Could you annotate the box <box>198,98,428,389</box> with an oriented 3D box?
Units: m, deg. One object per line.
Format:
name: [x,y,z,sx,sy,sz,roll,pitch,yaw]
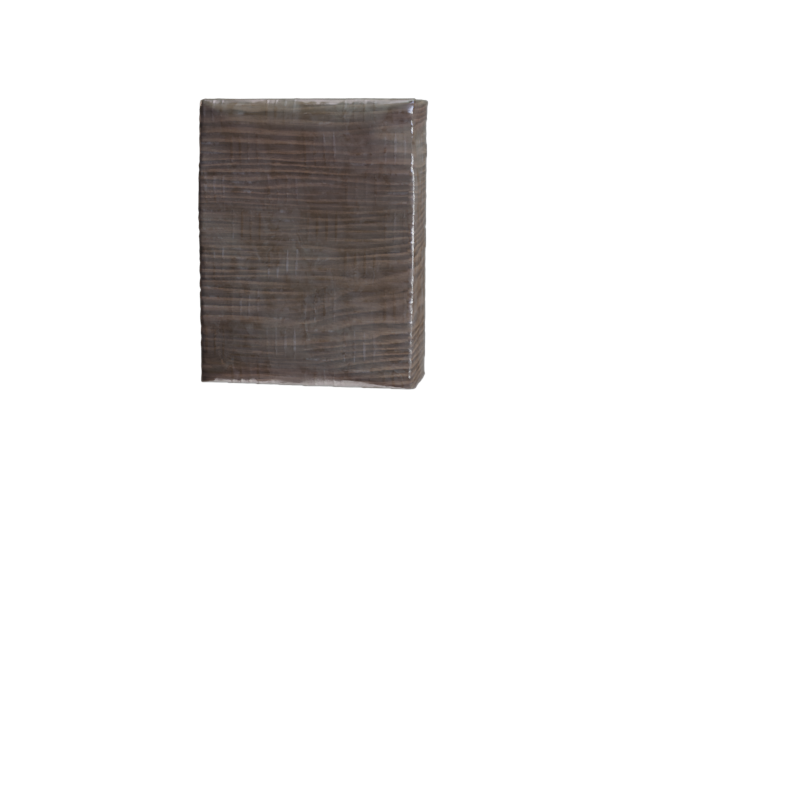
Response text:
box: [-0.065,-0.119,0.830,0.167,0.210,0.072,2,7,12]
